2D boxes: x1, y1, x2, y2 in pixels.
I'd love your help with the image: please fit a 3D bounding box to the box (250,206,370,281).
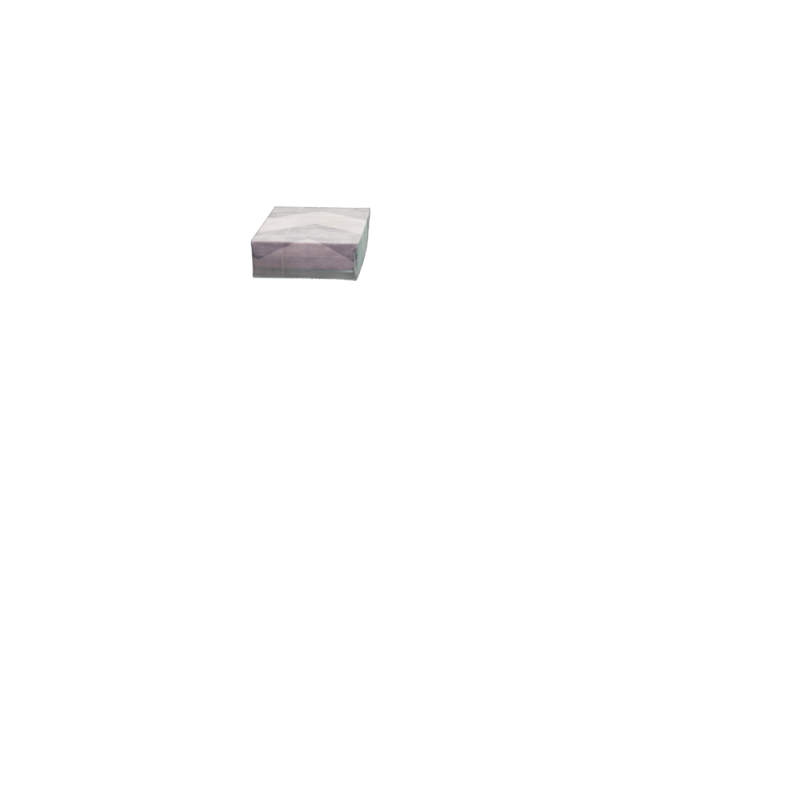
[{"bbox_3d":[-0.075,-0.137,0.961,0.091,0.037,0.117,2,22,5],"label":"box"}]
